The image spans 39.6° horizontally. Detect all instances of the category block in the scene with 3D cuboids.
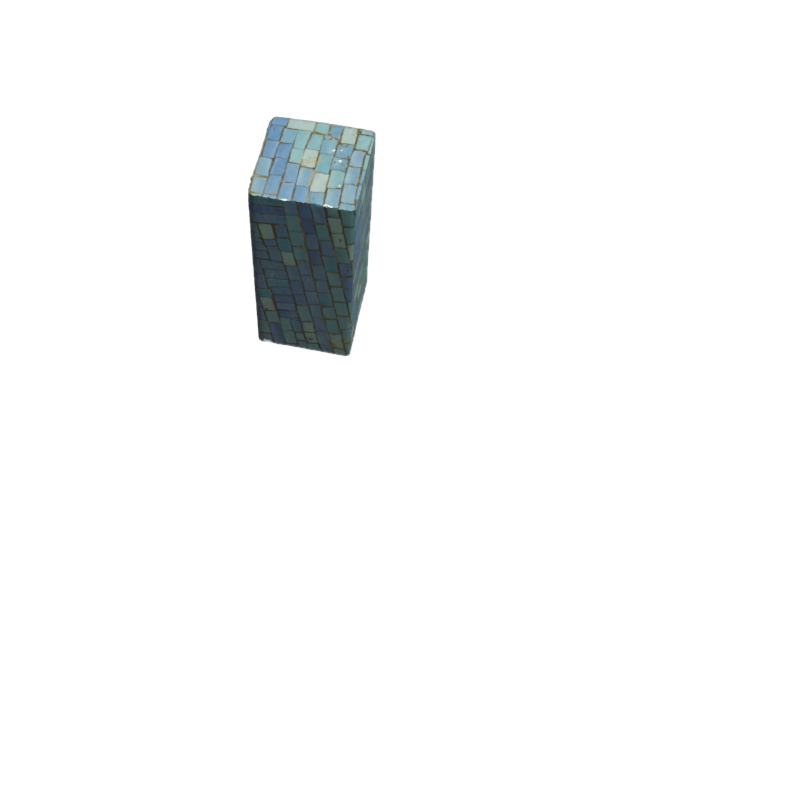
[{"bbox_3d":[-0.076,-0.138,0.965,0.091,0.096,0.193,10,-33,3],"label":"block"}]
